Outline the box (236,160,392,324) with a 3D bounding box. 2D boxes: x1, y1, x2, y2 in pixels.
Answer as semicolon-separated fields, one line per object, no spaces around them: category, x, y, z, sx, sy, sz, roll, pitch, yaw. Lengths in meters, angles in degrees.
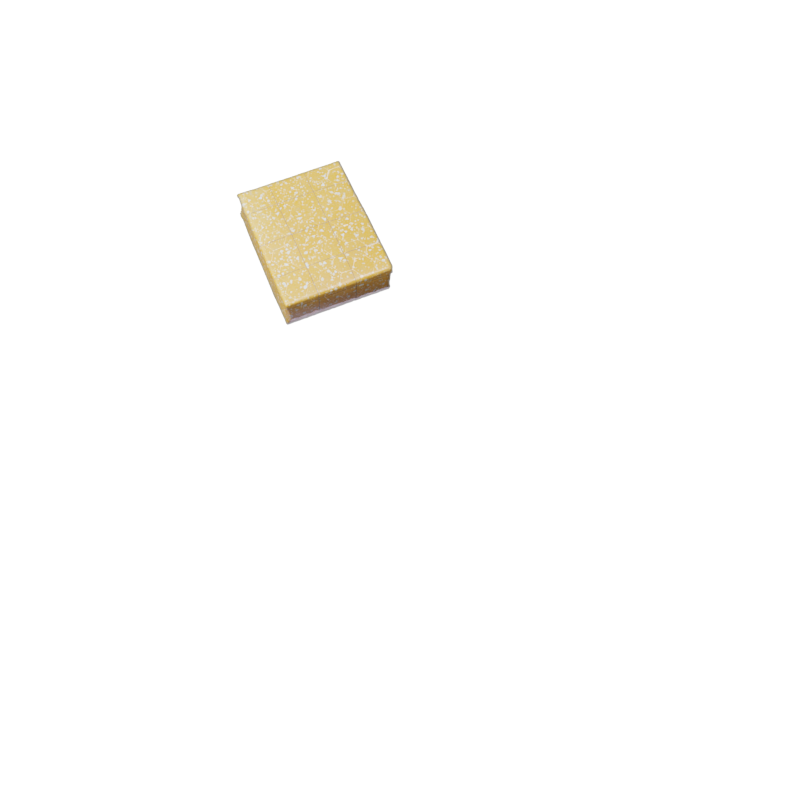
box;-0.069;-0.126;0.882;0.089;0.122;0.036;-20;-29;-12
